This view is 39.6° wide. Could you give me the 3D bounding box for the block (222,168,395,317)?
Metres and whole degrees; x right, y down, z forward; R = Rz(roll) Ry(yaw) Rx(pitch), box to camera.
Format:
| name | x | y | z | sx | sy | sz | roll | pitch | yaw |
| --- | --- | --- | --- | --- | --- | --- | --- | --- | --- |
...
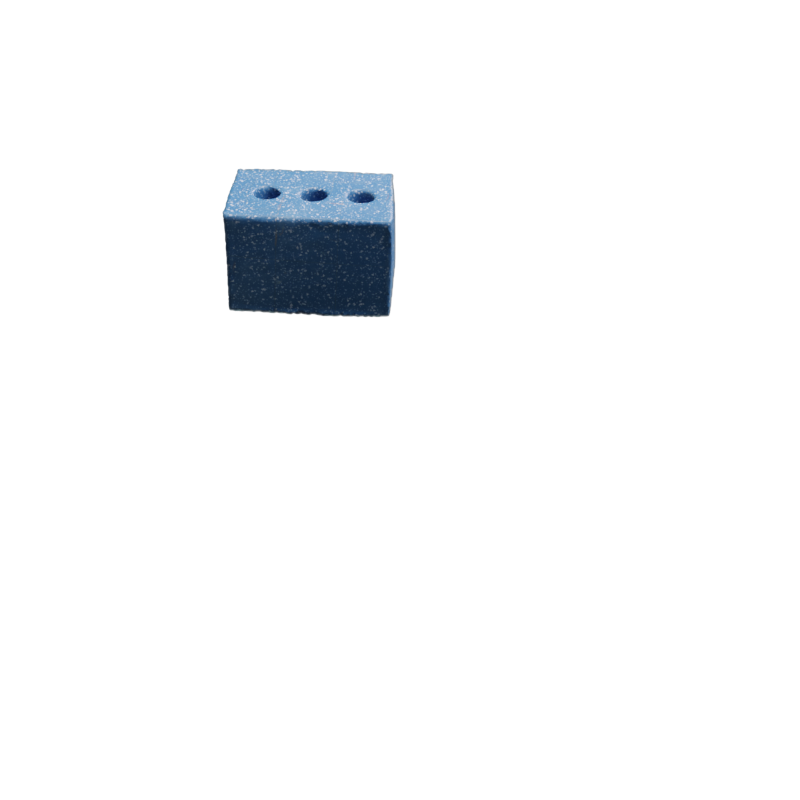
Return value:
| name | x | y | z | sx | sy | sz | roll | pitch | yaw |
| --- | --- | --- | --- | --- | --- | --- | --- | --- | --- |
| block | -0.041 | -0.075 | 0.523 | 0.078 | 0.048 | 0.056 | 2 | 31 | 2 |
